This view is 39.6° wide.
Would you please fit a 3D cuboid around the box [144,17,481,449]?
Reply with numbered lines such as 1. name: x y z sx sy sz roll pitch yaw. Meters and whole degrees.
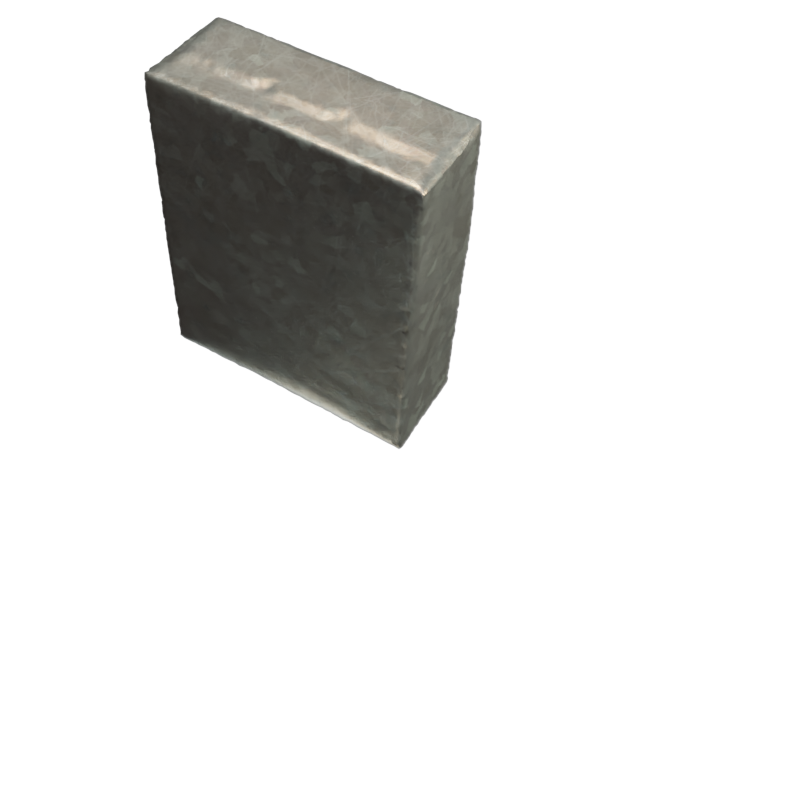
1. box: -0.049 -0.089 0.621 0.171 0.199 0.074 28 54 19
